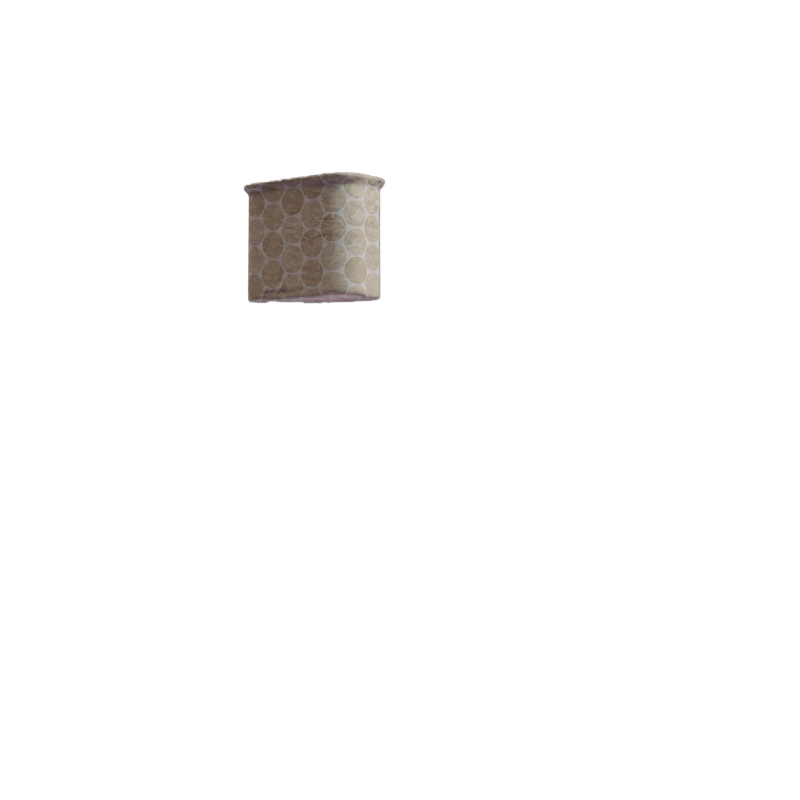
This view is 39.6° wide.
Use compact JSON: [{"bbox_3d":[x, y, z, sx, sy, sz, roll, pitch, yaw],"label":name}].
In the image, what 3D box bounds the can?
[{"bbox_3d":[-0.061,-0.111,0.778,0.105,0.085,0.055,-1,-3,36],"label":"can"}]
